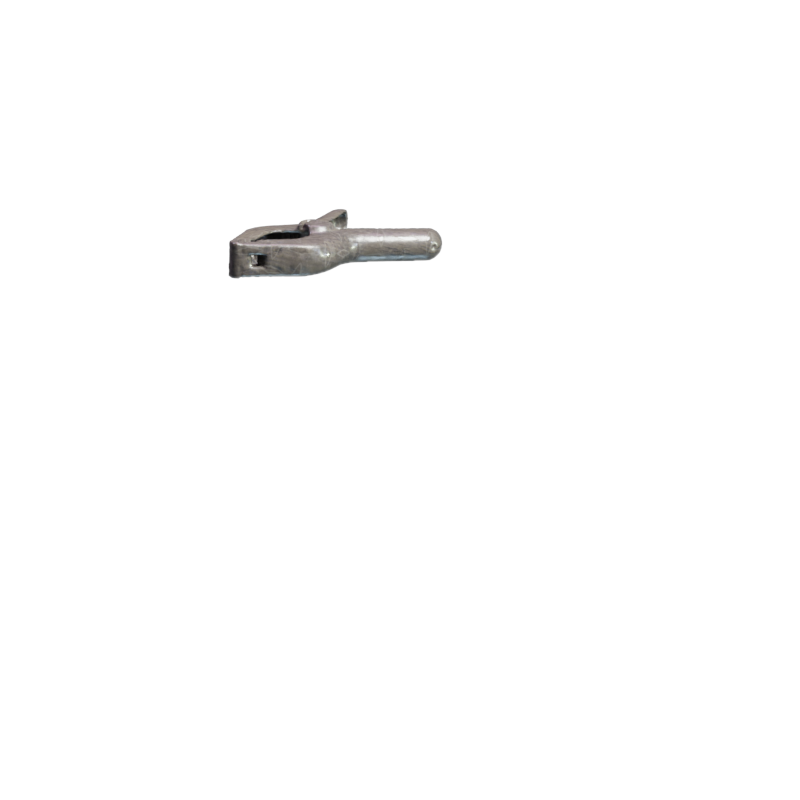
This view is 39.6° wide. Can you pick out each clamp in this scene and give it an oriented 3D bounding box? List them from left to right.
[{"bbox_3d":[-0.067,-0.123,0.859,0.167,0.038,0.126,-9,16,-34],"label":"clamp"}]
